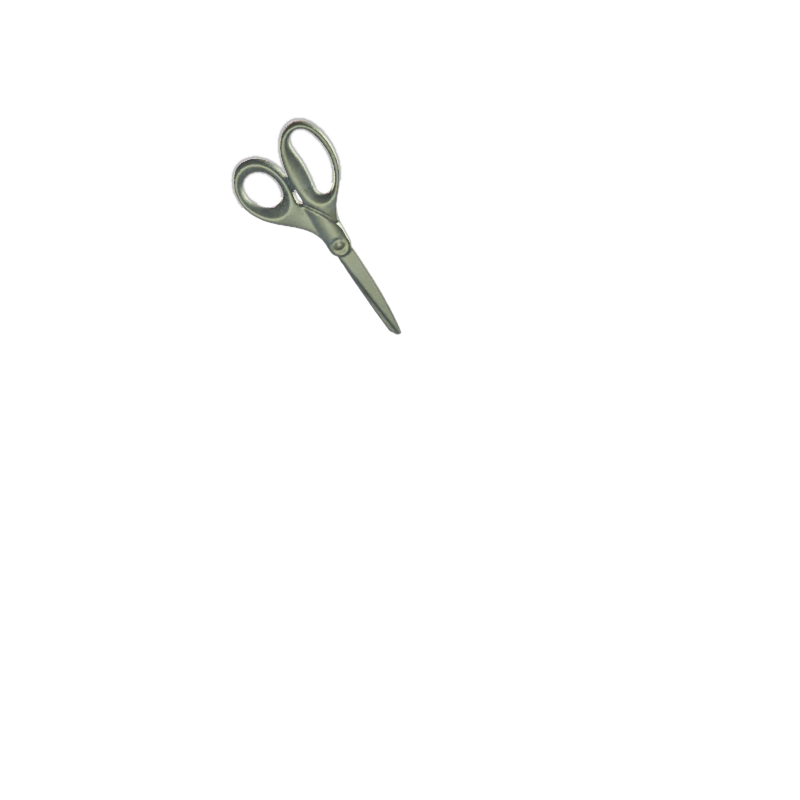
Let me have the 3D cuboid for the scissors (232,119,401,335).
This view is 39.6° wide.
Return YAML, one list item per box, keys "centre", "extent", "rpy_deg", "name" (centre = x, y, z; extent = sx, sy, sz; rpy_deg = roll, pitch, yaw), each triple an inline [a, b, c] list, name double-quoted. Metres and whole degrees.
- centre: [-0.071, -0.129, 0.905]
  extent: [0.096, 0.192, 0.016]
  rpy_deg: [-15, 21, 6]
  name: "scissors"
